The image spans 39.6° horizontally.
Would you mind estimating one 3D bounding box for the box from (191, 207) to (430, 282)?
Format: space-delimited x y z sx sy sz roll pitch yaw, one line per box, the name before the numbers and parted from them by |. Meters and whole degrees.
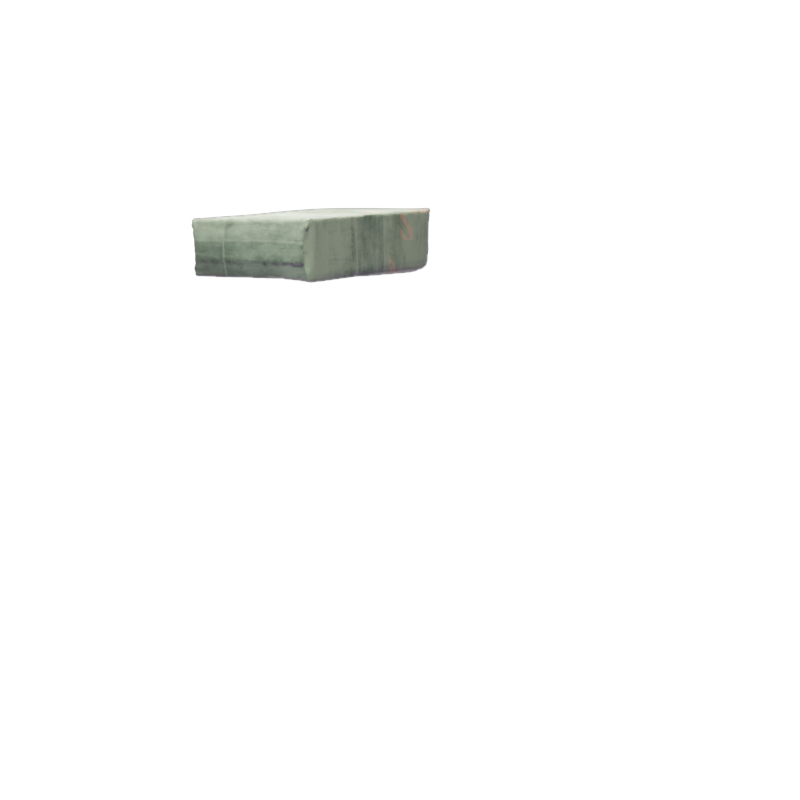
box | -0.050 -0.092 0.643 0.094 0.038 0.110 8 12 38
